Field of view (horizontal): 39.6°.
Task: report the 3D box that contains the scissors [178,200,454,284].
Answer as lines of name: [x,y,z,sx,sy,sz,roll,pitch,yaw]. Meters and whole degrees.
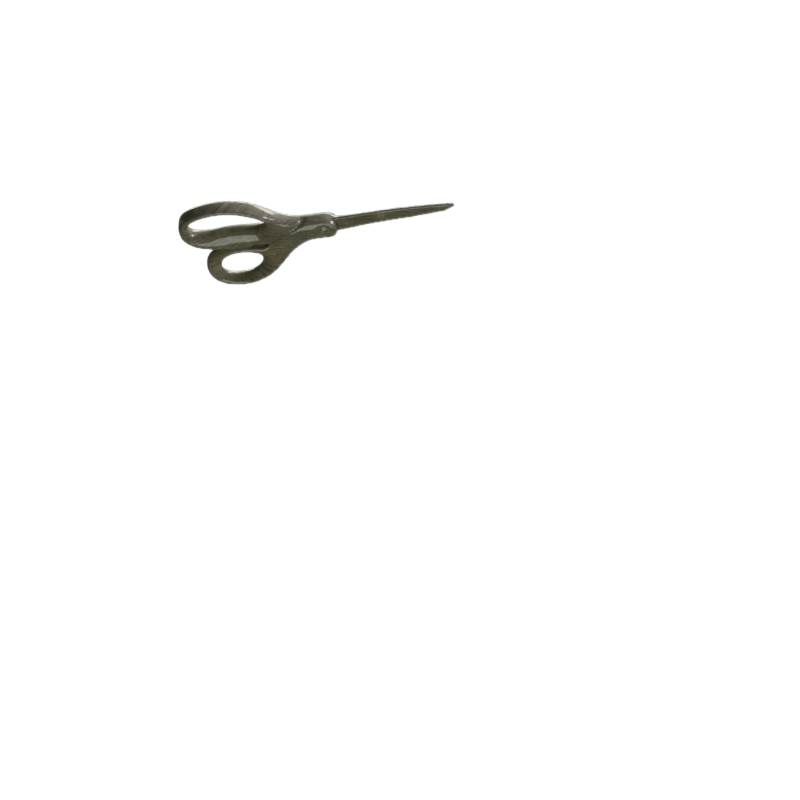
scissors: [-0.066,-0.120,0.837,0.201,0.017,0.090,1,-34,-2]
